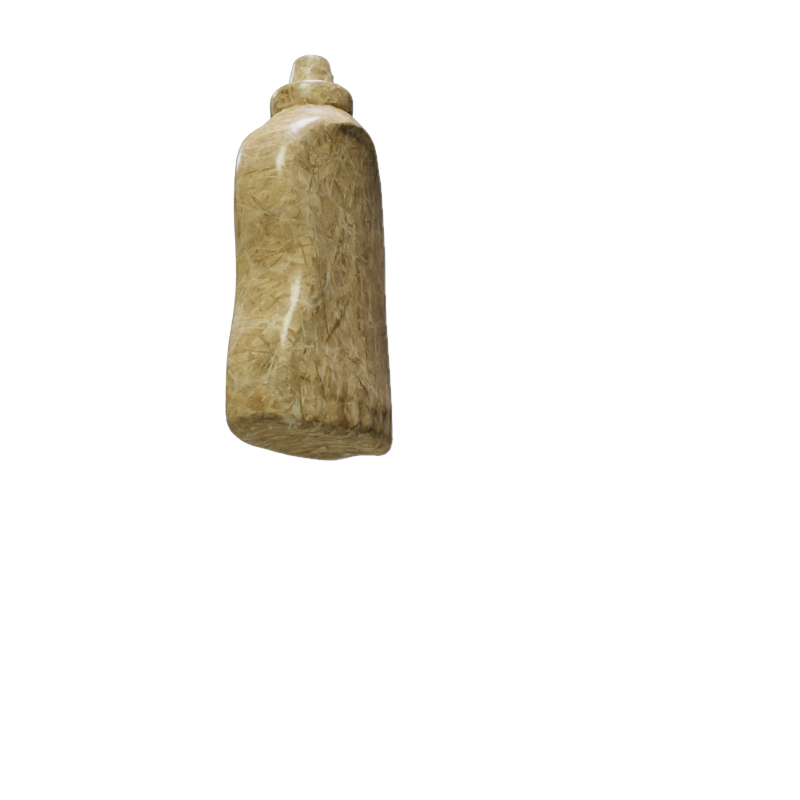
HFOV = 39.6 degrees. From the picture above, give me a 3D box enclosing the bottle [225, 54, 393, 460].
[{"bbox_3d":[-0.041,-0.074,0.519,0.059,0.201,0.090,-12,-22,29],"label":"bottle"}]
